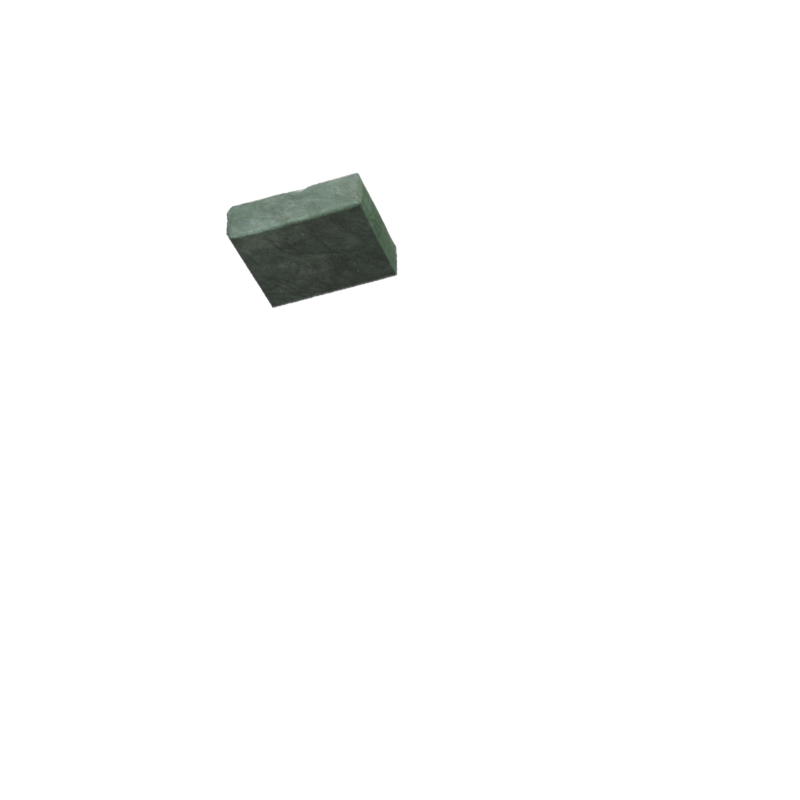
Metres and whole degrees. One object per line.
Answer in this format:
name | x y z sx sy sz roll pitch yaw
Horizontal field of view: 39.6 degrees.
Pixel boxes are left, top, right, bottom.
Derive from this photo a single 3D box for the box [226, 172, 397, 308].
box | -0.055 -0.100 0.697 0.090 0.032 0.067 -13 -39 15
